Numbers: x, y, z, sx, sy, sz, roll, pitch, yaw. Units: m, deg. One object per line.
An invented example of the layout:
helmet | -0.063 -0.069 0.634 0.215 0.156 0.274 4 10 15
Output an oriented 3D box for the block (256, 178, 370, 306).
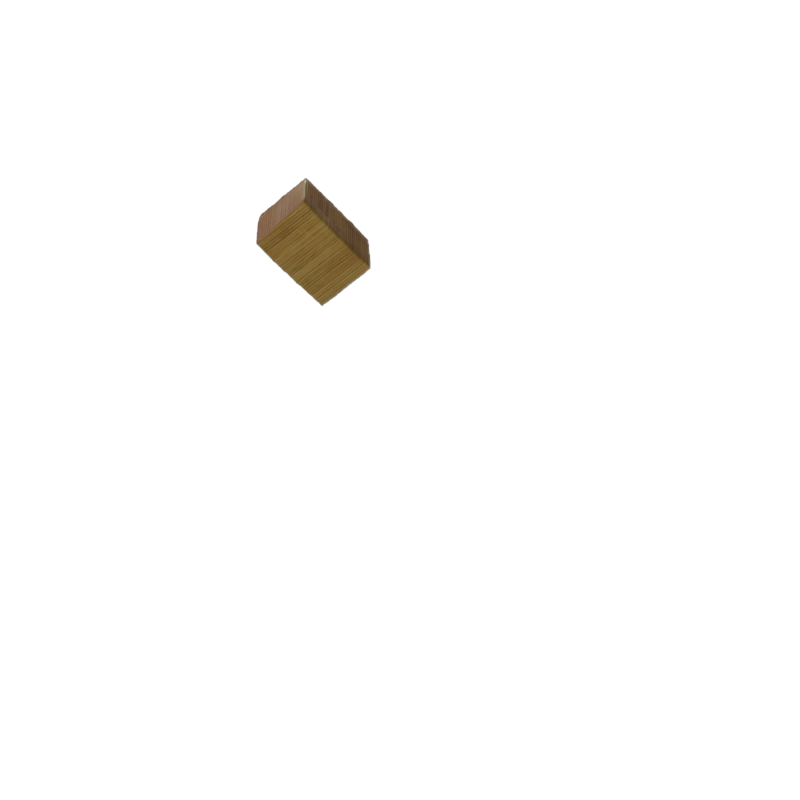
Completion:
block | -0.068 -0.123 0.865 0.052 0.074 0.054 -38 24 18
